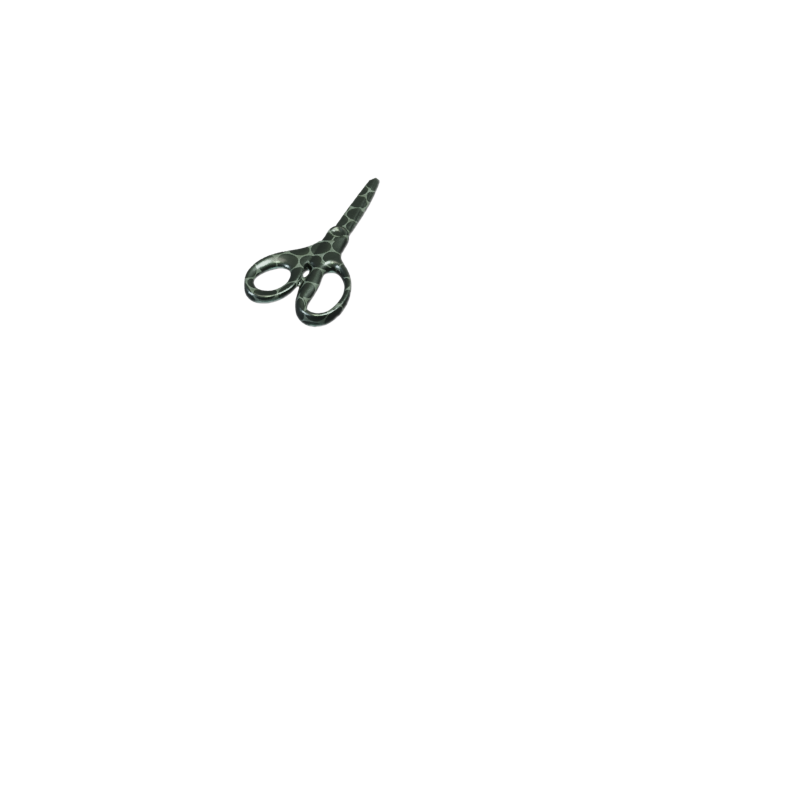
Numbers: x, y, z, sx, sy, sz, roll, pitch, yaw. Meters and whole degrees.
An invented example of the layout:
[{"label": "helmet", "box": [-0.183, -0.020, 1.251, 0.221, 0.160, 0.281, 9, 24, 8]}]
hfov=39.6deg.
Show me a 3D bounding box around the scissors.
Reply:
[{"label": "scissors", "box": [-0.074, -0.134, 0.941, 0.097, 0.015, 0.215, 3, 42, 3]}]
